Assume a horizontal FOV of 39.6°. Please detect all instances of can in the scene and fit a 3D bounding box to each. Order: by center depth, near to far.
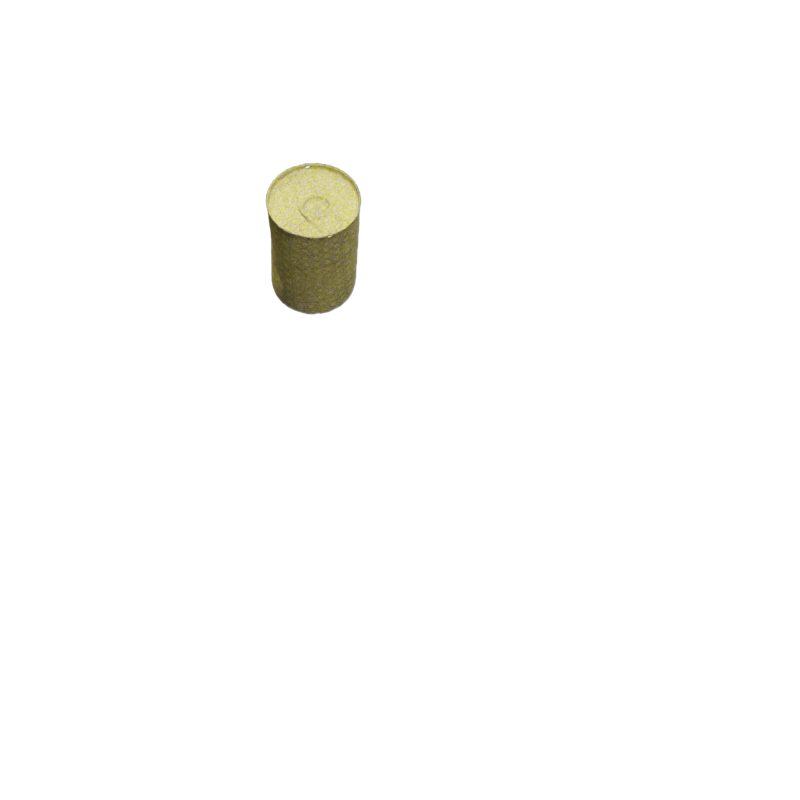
[{"bbox_3d":[-0.065,-0.118,0.827,0.068,0.073,0.096,0,-33,-3],"label":"can"}]
